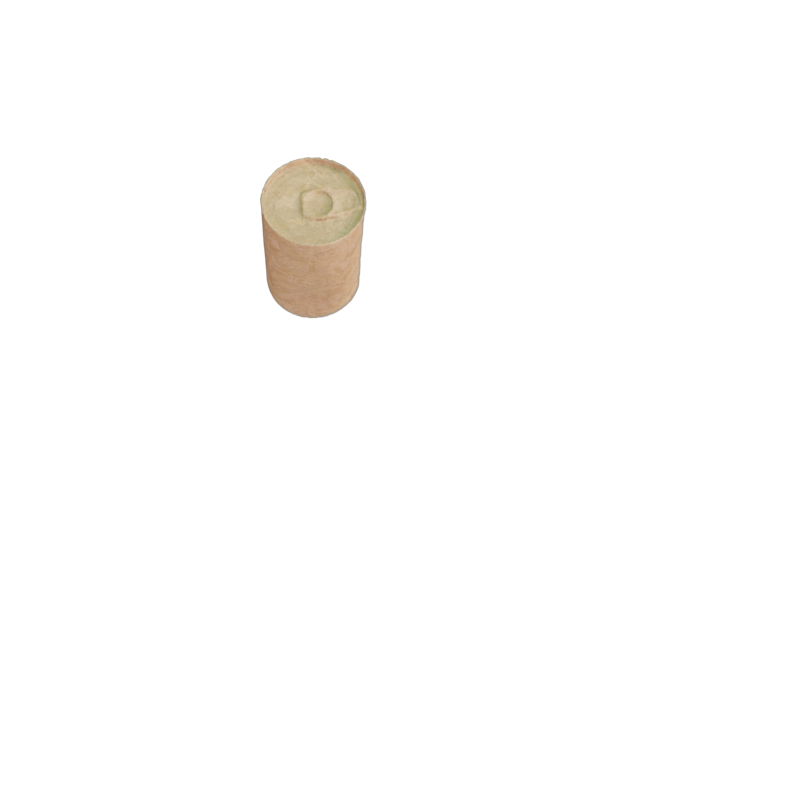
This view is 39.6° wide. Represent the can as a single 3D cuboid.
[{"bbox_3d":[-0.059,-0.107,0.748,0.068,0.073,0.096,0,-27,-3],"label":"can"}]
